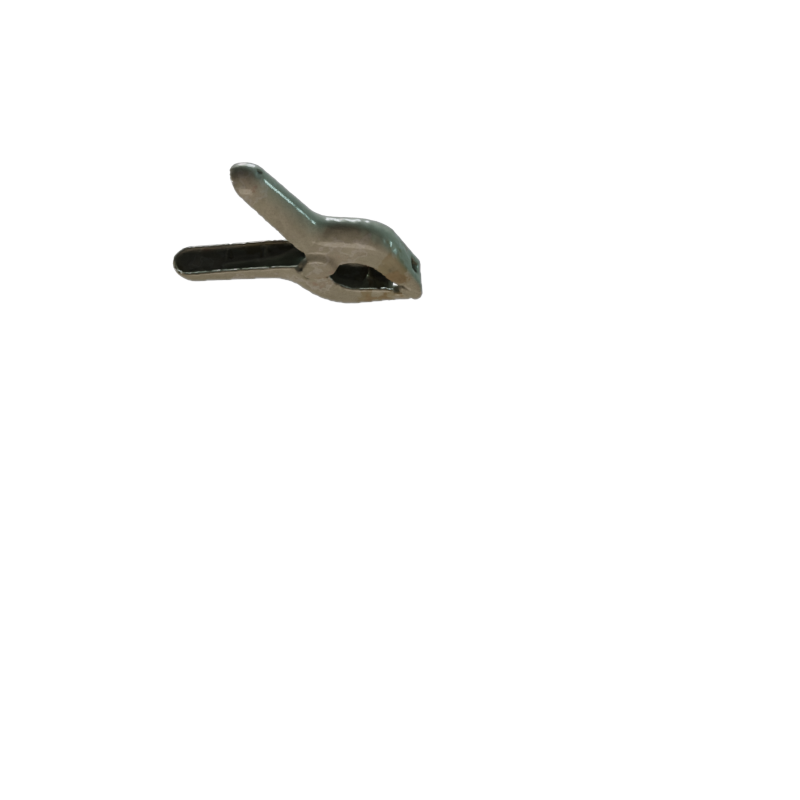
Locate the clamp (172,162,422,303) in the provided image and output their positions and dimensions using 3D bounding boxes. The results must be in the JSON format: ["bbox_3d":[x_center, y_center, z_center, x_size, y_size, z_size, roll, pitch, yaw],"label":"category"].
[{"bbox_3d":[-0.058,-0.106,0.742,0.167,0.041,0.116,7,-25,-16],"label":"clamp"}]
